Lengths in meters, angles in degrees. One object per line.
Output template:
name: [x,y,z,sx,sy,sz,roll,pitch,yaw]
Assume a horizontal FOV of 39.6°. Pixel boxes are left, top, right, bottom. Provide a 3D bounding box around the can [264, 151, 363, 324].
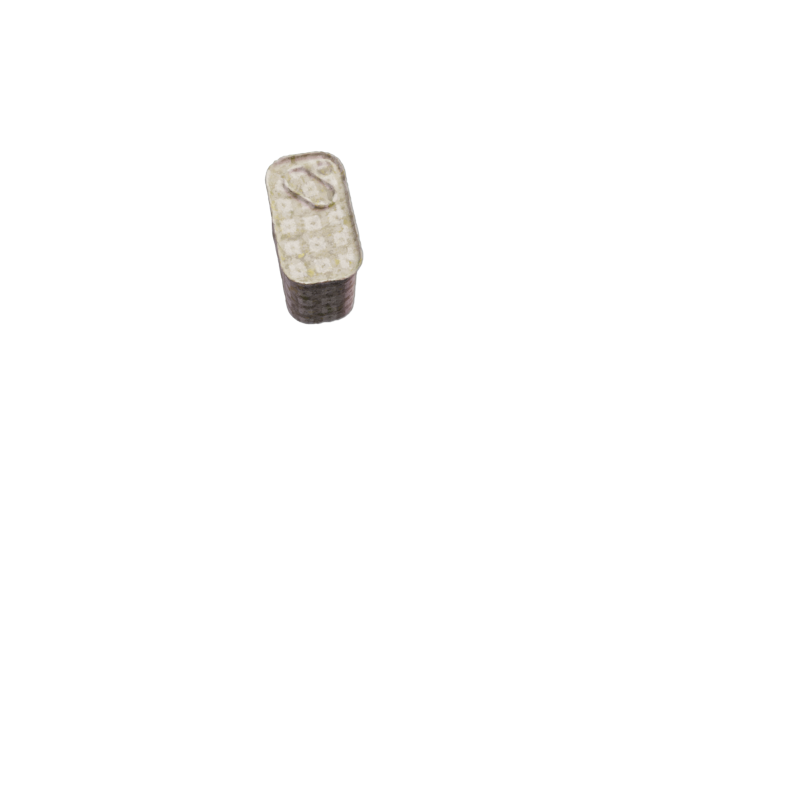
can: [-0.063,-0.115,0.802,0.057,0.108,0.080,-10,-22,-7]
